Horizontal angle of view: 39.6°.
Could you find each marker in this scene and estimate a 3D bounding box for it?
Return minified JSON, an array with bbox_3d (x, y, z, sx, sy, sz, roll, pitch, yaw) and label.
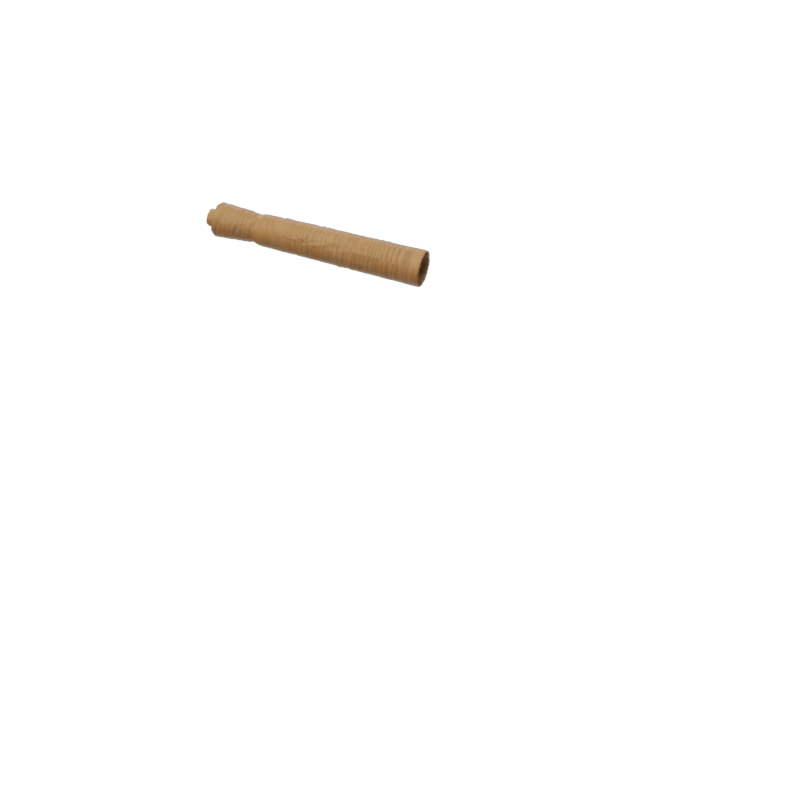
[{"bbox_3d":[-0.045,-0.081,0.571,0.125,0.019,0.019,16,9,20],"label":"marker"}]
